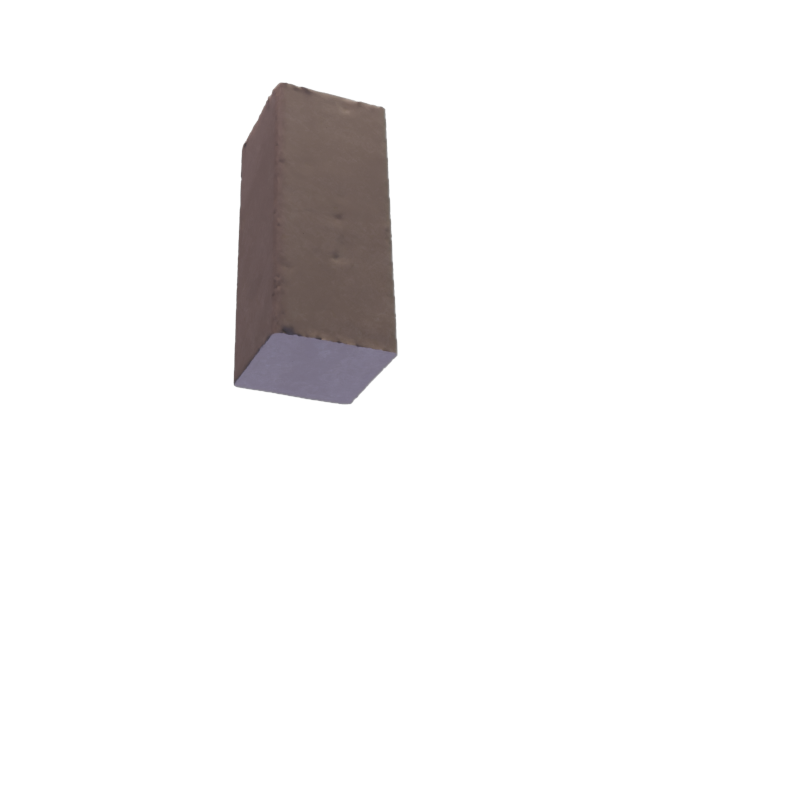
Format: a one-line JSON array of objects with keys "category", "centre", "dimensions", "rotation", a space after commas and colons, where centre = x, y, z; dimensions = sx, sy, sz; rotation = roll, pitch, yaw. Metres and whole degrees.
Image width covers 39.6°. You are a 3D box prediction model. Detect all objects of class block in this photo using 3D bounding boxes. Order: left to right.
[{"category": "block", "centre": [-0.063, -0.114, 0.800], "dimensions": [0.087, 0.220, 0.088], "rotation": [10, -32, -21]}]
